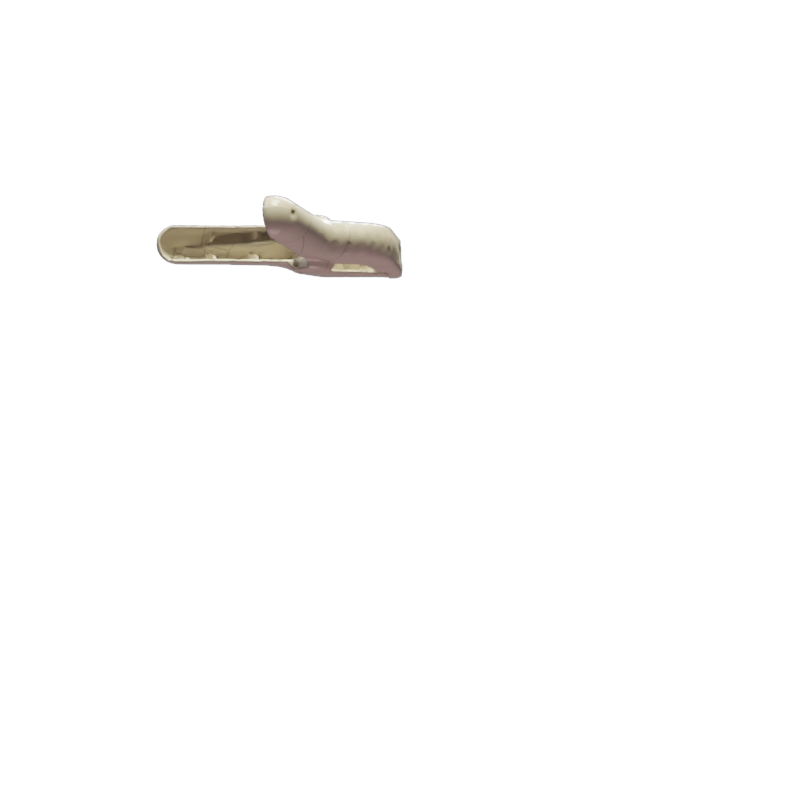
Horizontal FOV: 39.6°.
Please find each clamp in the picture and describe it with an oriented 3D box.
[{"bbox_3d":[-0.056,-0.101,0.710,0.165,0.039,0.124,-2,2,-35],"label":"clamp"}]
